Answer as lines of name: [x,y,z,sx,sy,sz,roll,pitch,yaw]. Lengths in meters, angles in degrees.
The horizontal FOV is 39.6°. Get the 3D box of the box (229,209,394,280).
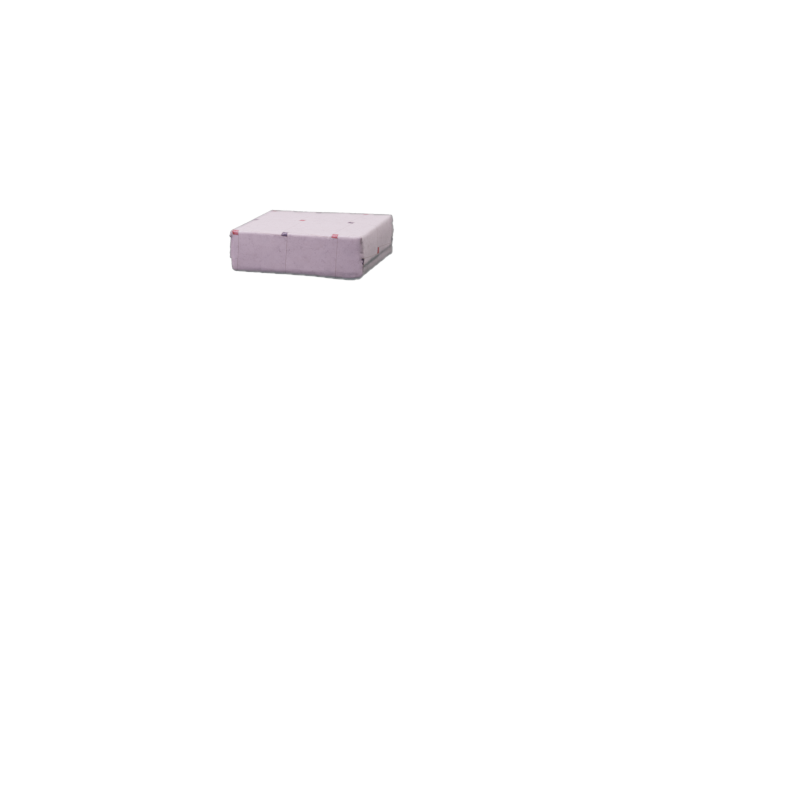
box: [-0.071,-0.129,0.906,0.117,0.037,0.091,7,21,17]
